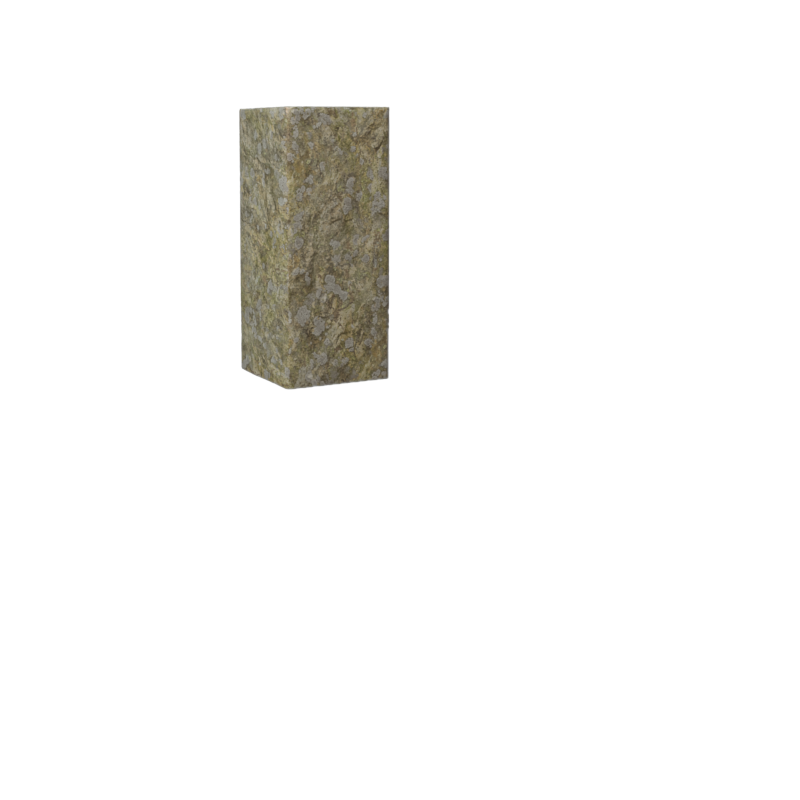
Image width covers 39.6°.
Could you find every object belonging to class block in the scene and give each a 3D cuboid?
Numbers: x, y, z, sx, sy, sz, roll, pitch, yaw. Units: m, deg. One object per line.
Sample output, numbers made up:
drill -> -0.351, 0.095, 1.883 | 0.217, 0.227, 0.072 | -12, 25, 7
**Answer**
block -> -0.067, -0.122, 0.855 | 0.088, 0.203, 0.094 | -3, 8, -28
